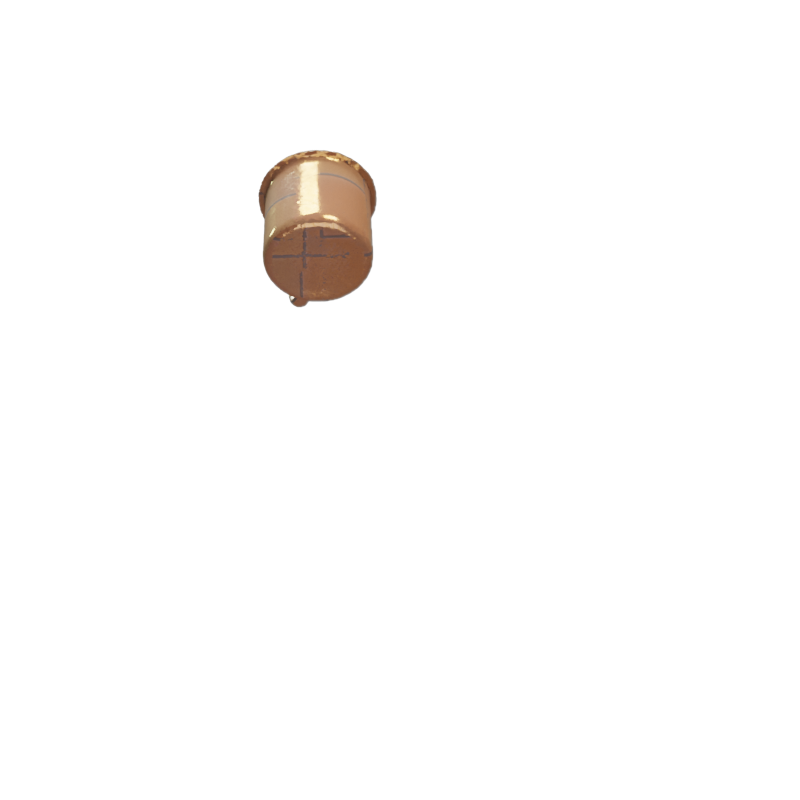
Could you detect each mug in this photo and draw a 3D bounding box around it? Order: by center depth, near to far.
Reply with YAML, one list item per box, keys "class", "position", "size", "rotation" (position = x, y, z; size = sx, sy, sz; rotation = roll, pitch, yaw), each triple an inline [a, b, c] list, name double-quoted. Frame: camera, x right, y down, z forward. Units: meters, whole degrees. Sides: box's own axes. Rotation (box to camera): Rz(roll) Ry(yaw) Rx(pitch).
- class: "mug"
  position: [-0.066, -0.121, 0.848]
  size: [0.091, 0.112, 0.087]
  rotation: [13, 40, -14]
